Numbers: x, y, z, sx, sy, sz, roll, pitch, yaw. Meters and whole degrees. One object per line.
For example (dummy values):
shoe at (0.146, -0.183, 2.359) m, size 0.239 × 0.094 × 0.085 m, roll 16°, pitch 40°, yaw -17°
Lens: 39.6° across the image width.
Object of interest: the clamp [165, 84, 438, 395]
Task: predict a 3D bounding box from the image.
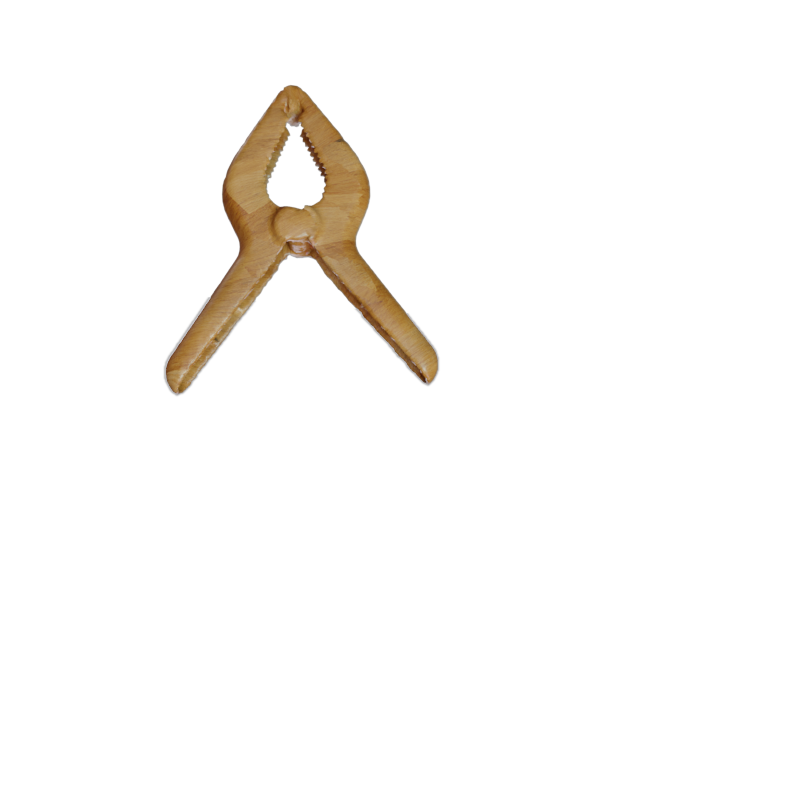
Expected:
clamp at (-0.055, -0.100, 0.703) m, size 0.165 × 0.220 × 0.035 m, roll 4°, pitch -21°, yaw 1°
